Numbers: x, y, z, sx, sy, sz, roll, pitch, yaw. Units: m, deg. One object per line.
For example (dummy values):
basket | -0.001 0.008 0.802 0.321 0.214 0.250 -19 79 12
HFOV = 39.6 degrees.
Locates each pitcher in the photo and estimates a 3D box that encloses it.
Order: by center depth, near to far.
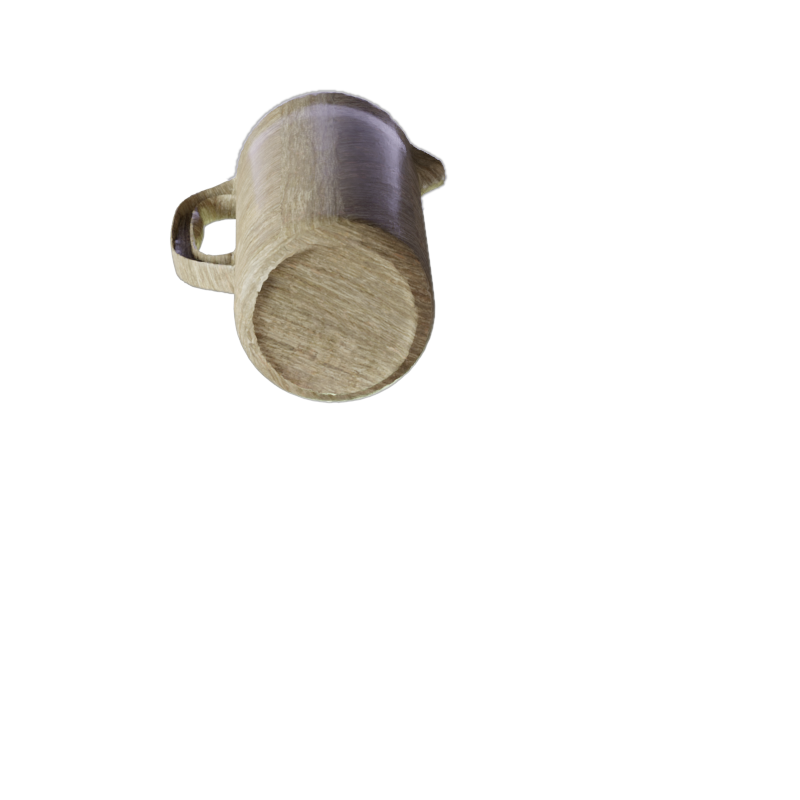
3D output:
pitcher | -0.054 -0.099 0.694 0.140 0.147 0.256 35 19 -18
